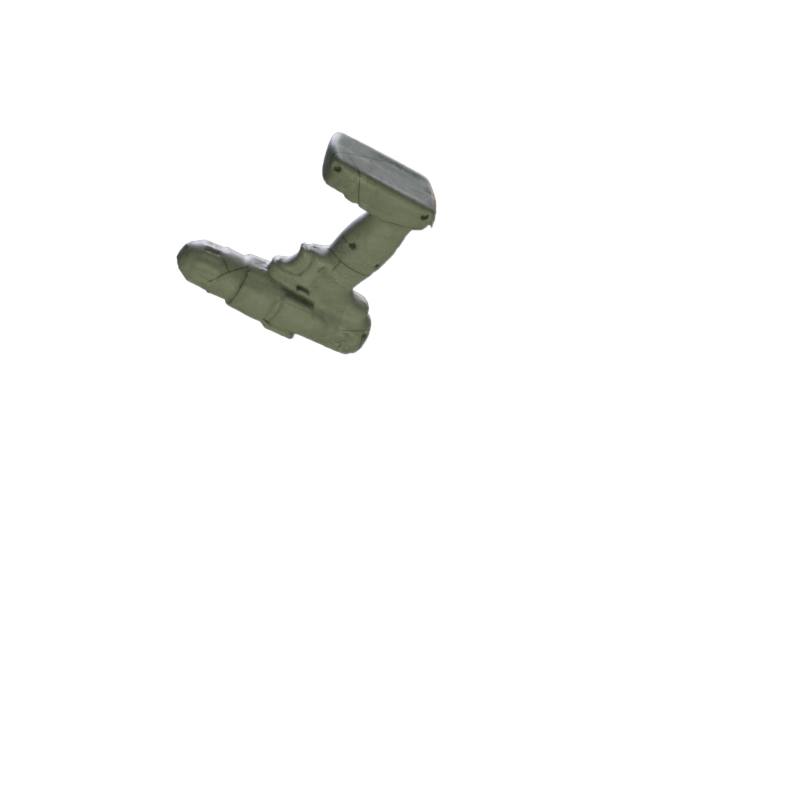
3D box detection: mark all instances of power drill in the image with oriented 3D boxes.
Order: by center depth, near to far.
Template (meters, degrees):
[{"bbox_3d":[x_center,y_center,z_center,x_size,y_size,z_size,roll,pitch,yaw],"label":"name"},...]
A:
[{"bbox_3d":[-0.073,-0.134,0.935,0.177,0.062,0.182,25,-53,-21],"label":"power drill"}]
